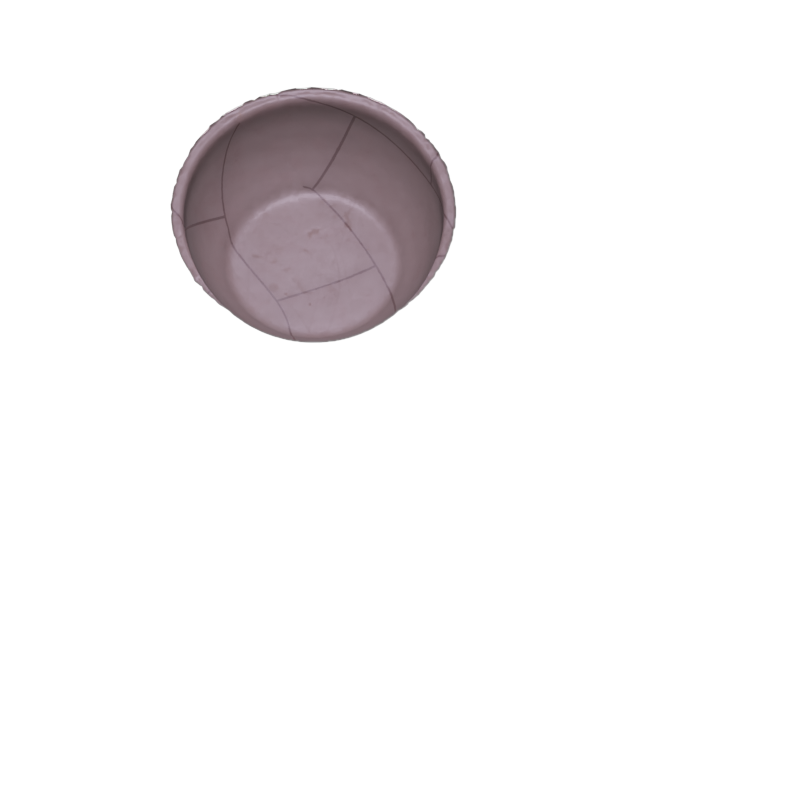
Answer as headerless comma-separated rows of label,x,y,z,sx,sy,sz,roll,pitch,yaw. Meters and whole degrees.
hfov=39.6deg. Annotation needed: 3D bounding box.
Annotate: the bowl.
bowl,-0.048,-0.087,0.609,0.162,0.152,0.059,1,34,-1
